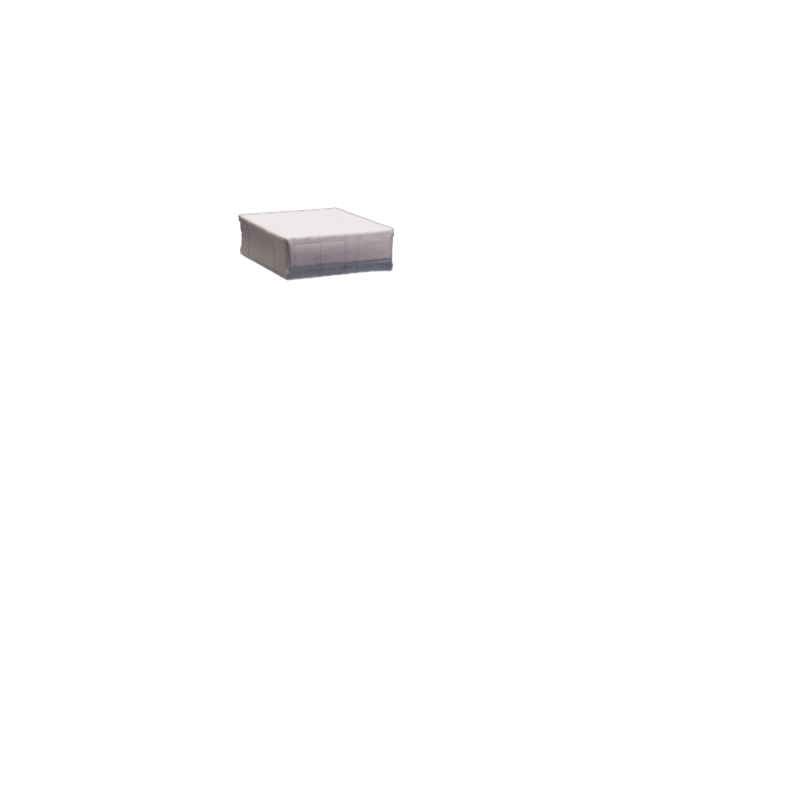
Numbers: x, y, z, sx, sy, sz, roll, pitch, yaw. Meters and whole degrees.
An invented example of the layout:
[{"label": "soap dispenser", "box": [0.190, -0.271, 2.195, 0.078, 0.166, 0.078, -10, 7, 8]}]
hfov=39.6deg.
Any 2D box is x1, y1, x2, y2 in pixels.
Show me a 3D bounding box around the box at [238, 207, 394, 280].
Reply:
[{"label": "box", "box": [-0.069, -0.125, 0.879, 0.088, 0.038, 0.120, -7, 17, -24]}]
